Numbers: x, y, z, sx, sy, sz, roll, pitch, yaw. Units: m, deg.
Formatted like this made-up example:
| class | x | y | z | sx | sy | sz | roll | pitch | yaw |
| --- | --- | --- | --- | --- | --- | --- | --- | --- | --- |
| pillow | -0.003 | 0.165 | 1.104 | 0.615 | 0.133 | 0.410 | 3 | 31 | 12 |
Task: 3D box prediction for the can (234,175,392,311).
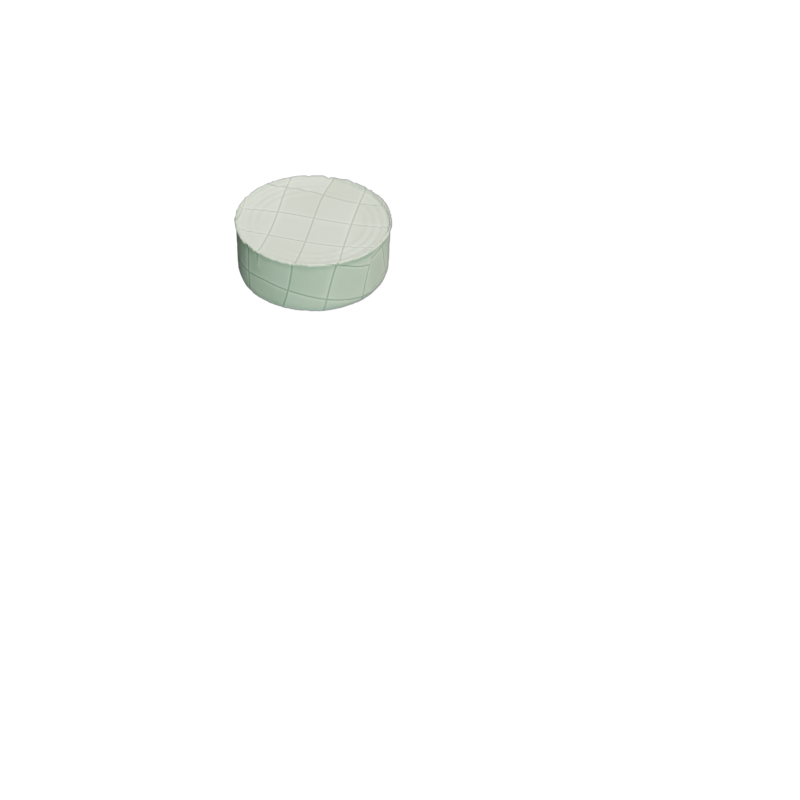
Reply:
| class | x | y | z | sx | sy | sz | roll | pitch | yaw |
| --- | --- | --- | --- | --- | --- | --- | --- | --- | --- |
| can | -0.048 | -0.087 | 0.612 | 0.086 | 0.031 | 0.092 | -1 | 41 | -2 |
